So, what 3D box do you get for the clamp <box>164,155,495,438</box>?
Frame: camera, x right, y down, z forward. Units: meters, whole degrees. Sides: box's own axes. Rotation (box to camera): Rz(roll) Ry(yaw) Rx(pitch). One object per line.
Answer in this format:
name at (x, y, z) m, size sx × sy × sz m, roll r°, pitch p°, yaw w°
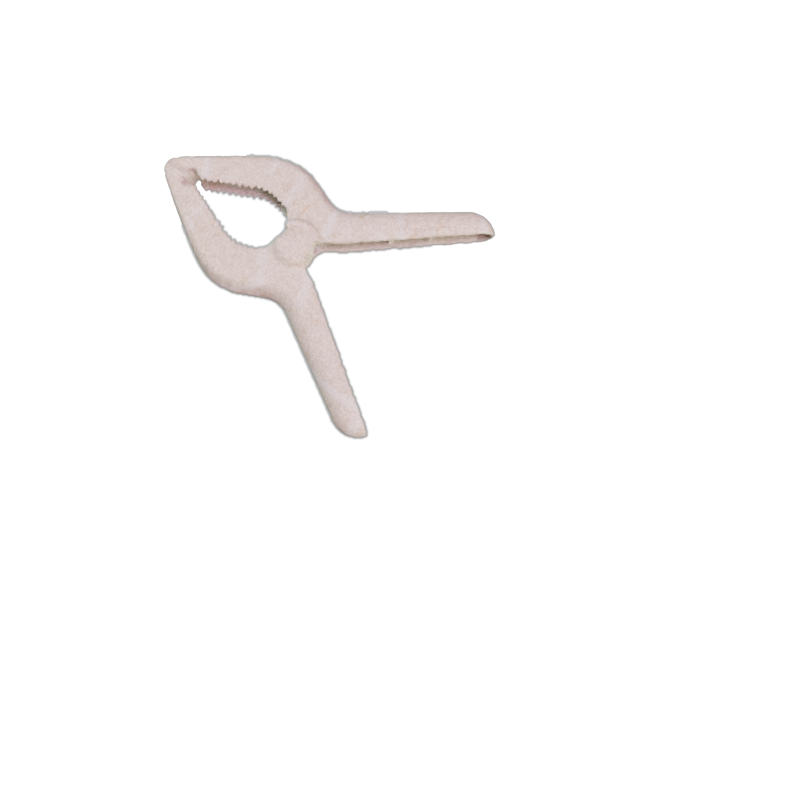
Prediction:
clamp at (-0.056, -0.102, 0.712) m, size 0.216 × 0.167 × 0.035 m, roll 38°, pitch -14°, yaw 11°
